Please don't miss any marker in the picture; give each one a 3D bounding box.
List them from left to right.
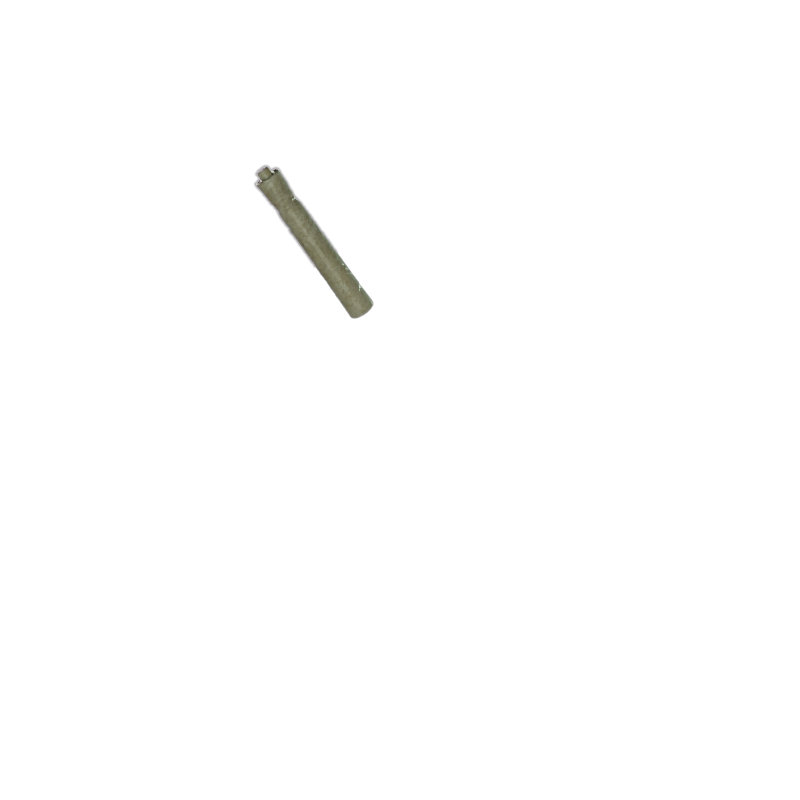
[{"bbox_3d":[-0.058,-0.106,0.745,0.020,0.116,0.021,-33,17,11],"label":"marker"}]
